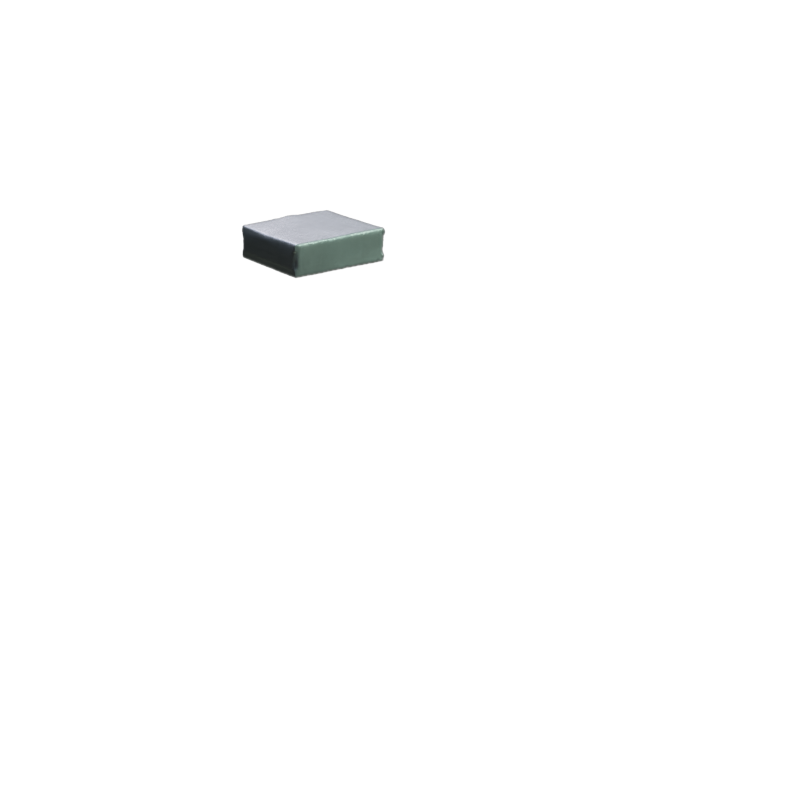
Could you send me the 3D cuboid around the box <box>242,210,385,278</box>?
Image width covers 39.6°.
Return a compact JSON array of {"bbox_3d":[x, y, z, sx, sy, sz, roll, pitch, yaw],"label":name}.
[{"bbox_3d":[-0.068,-0.124,0.871,0.087,0.029,0.078,-17,27,-35],"label":"box"}]
